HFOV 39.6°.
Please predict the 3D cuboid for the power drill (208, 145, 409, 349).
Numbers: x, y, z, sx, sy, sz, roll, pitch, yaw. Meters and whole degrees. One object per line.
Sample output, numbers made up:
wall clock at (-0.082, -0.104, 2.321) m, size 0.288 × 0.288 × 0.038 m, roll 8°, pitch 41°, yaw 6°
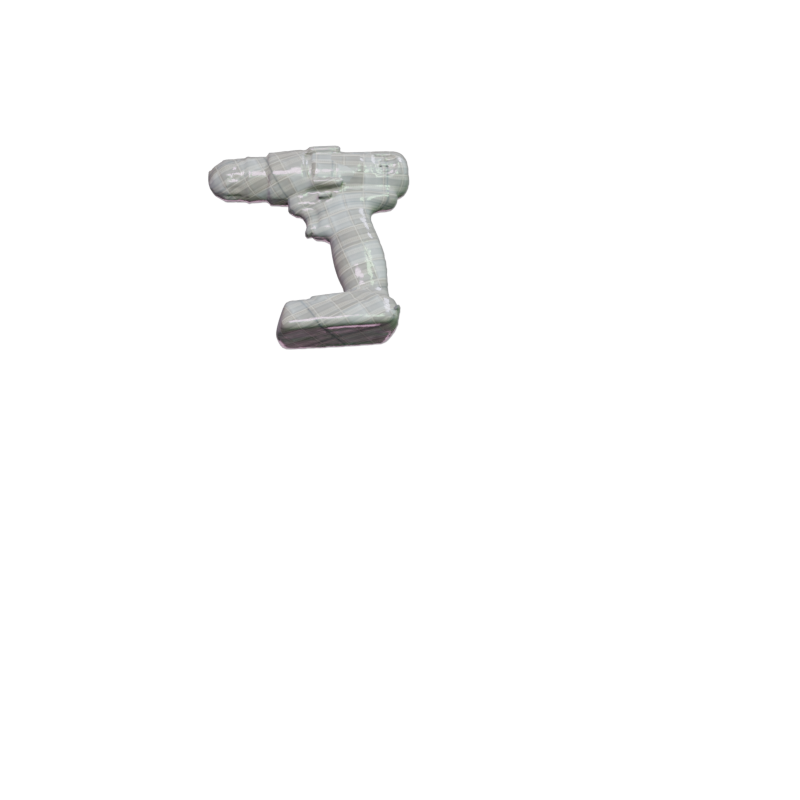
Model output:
power drill at (-0.077, -0.141, 0.986) m, size 0.184 × 0.199 × 0.054 m, roll -4°, pitch -26°, yaw -2°
